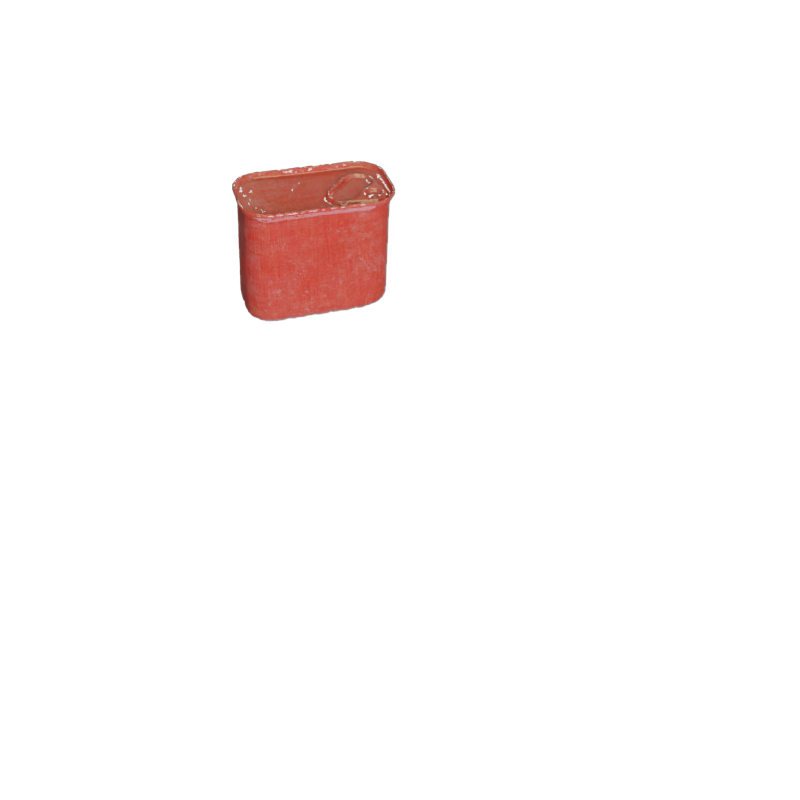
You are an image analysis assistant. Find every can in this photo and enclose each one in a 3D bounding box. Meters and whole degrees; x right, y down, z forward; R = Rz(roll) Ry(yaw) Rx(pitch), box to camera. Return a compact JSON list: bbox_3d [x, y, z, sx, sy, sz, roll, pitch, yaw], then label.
[{"bbox_3d":[-0.057,-0.104,0.730,0.101,0.078,0.062,-9,37,-13],"label":"can"}]
